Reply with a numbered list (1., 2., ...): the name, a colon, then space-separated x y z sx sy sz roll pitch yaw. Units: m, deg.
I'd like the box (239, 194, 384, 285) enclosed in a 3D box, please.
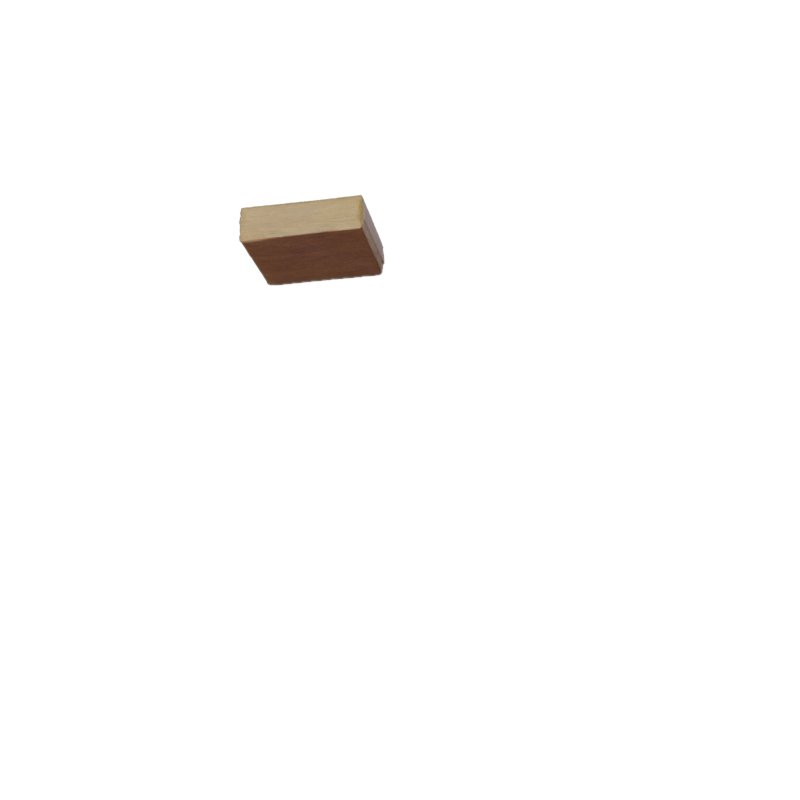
1. box: -0.078 -0.142 0.992 0.115 0.041 0.084 -6 -25 11
